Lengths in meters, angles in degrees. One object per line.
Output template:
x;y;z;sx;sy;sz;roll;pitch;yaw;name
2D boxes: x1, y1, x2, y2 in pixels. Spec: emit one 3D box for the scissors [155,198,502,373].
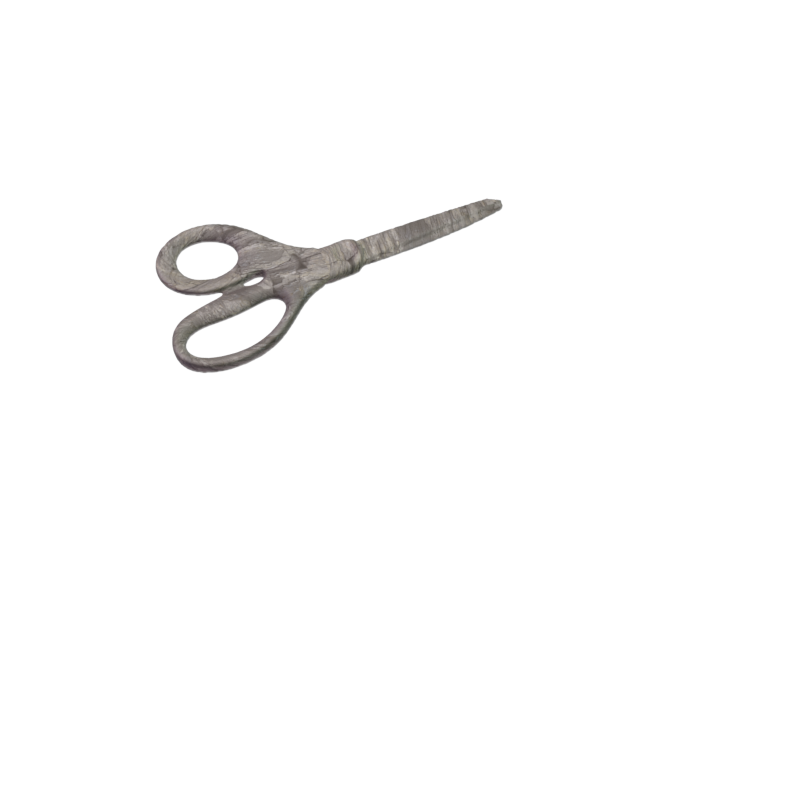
-0.048;-0.088;0.618;0.203;0.102;0.015;-36;-25;-19;scissors
